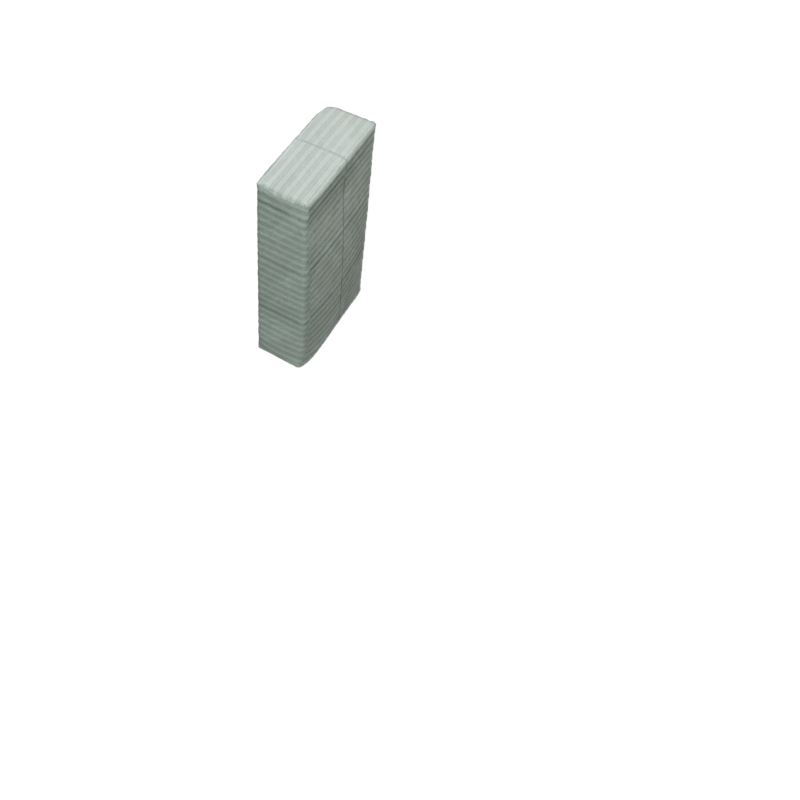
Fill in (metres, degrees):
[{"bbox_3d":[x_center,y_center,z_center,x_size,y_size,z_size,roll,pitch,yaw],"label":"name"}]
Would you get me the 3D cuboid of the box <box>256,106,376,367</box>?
[{"bbox_3d":[-0.061,-0.111,0.776,0.050,0.096,0.164,24,-36,14],"label":"box"}]
